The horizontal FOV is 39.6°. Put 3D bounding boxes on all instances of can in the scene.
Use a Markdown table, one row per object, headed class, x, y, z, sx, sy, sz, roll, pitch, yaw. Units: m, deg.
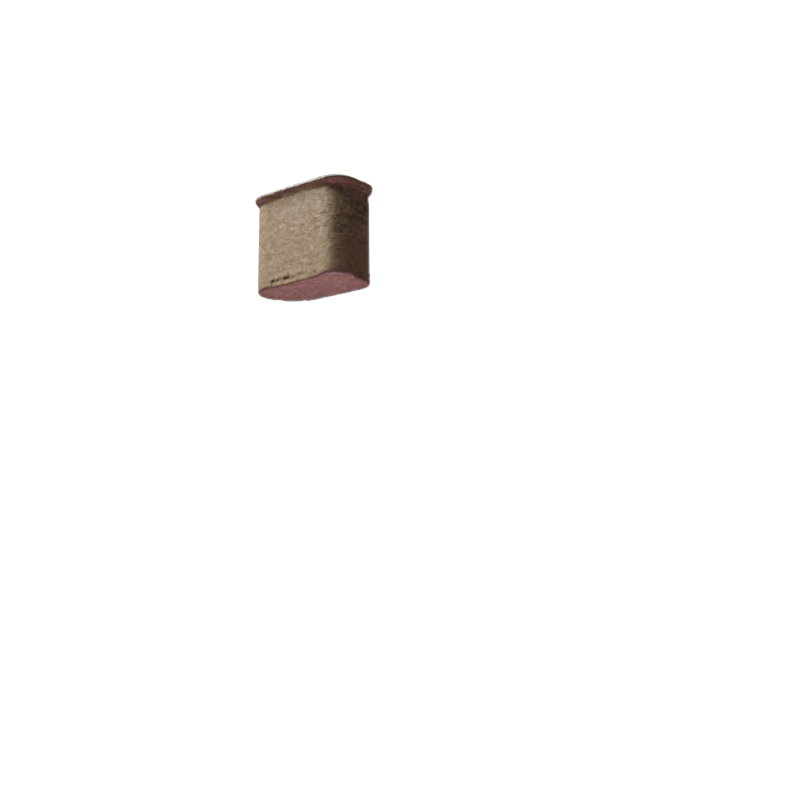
| class | x | y | z | sx | sy | sz | roll | pitch | yaw |
| --- | --- | --- | --- | --- | --- | --- | --- | --- | --- |
| can | -0.072 | -0.131 | 0.916 | 0.104 | 0.087 | 0.054 | -11 | -18 | 37 |
